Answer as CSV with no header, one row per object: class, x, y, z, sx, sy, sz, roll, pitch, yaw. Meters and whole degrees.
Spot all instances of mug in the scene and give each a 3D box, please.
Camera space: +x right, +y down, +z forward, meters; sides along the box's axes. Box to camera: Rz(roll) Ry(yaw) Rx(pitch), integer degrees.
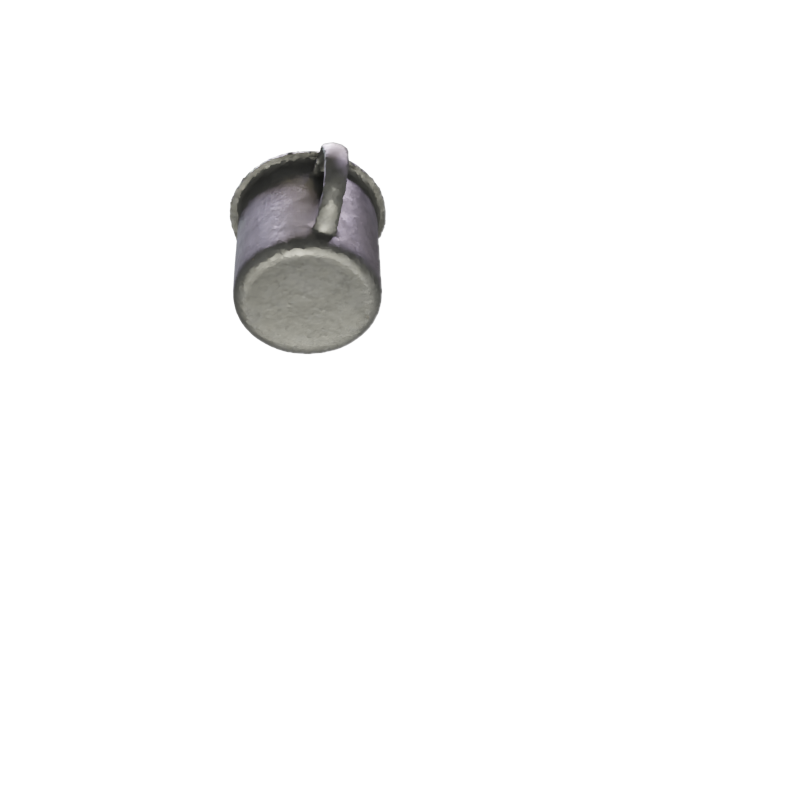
mug,-0.049,-0.089,0.623,0.091,0.111,0.087,13,41,-13
